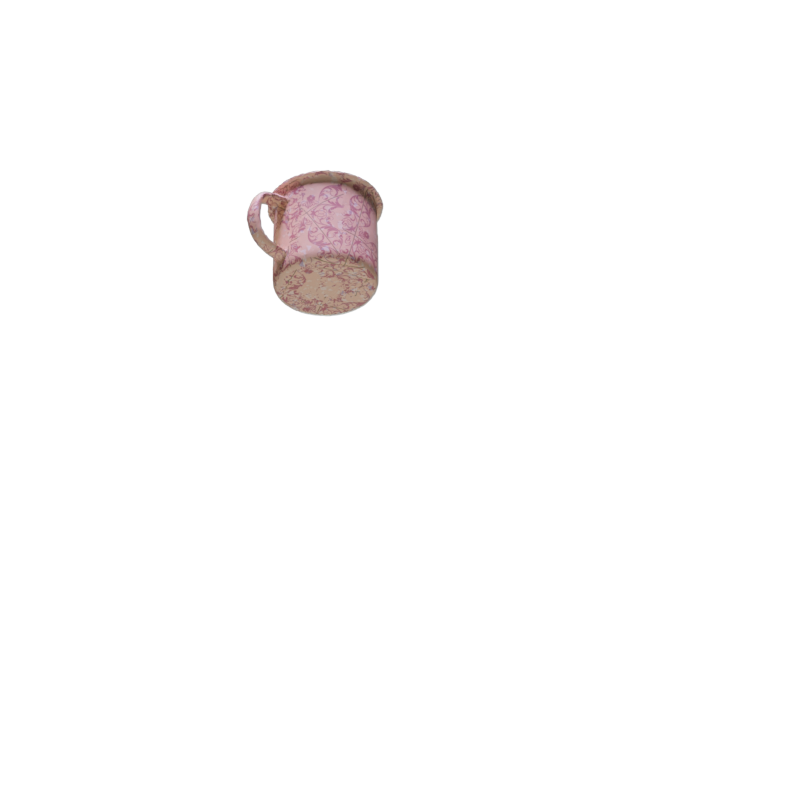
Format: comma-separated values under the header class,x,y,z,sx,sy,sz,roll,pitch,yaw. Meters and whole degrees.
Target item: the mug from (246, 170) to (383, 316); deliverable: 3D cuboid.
class,x,y,z,sx,sy,sz,roll,pitch,yaw
mug,-0.068,-0.123,0.863,0.111,0.087,0.092,23,-40,-33
